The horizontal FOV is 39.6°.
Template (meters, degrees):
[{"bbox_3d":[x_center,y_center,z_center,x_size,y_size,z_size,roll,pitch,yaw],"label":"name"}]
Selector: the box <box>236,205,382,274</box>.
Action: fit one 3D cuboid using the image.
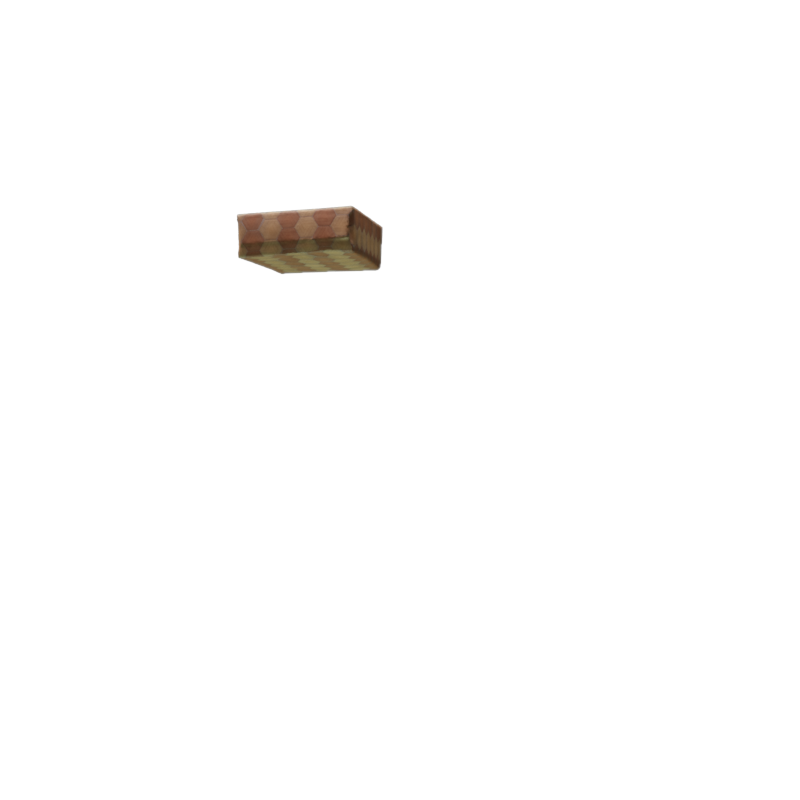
[{"bbox_3d":[-0.067,-0.123,0.863,0.091,0.039,0.110,-1,-3,12],"label":"box"}]
